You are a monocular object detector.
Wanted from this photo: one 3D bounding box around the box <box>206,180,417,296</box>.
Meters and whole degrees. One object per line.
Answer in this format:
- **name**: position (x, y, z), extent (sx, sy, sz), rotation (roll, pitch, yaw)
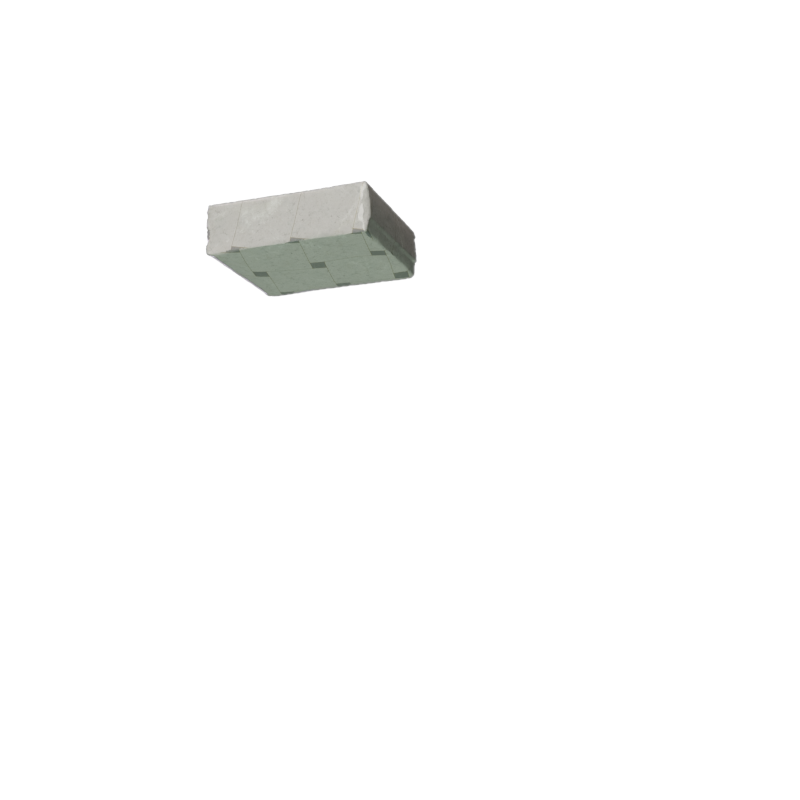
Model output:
- **box**: position (-0.056, -0.103, 0.721), extent (0.116, 0.041, 0.084), rotation (-7, -18, 21)
